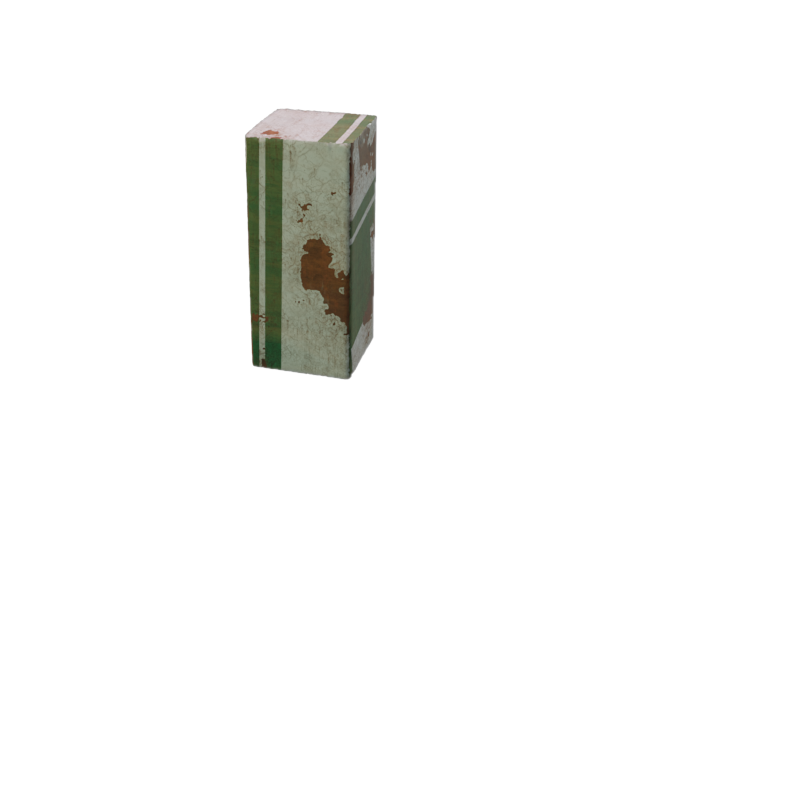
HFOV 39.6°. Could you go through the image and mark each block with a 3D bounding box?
[{"bbox_3d":[-0.074,-0.134,0.939,0.093,0.196,0.093,7,25,13],"label":"block"}]
